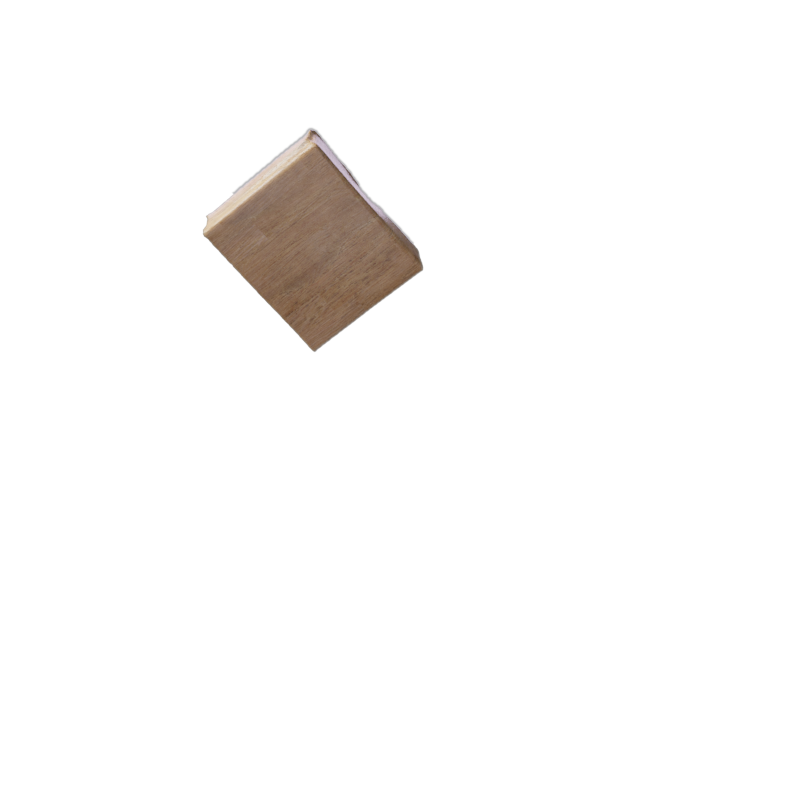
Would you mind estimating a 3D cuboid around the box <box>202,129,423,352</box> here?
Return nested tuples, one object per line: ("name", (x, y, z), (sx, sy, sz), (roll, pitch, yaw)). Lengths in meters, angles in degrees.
("box", (-0.044, -0.081, 0.563), (0.073, 0.086, 0.032), (-38, 17, 13))
